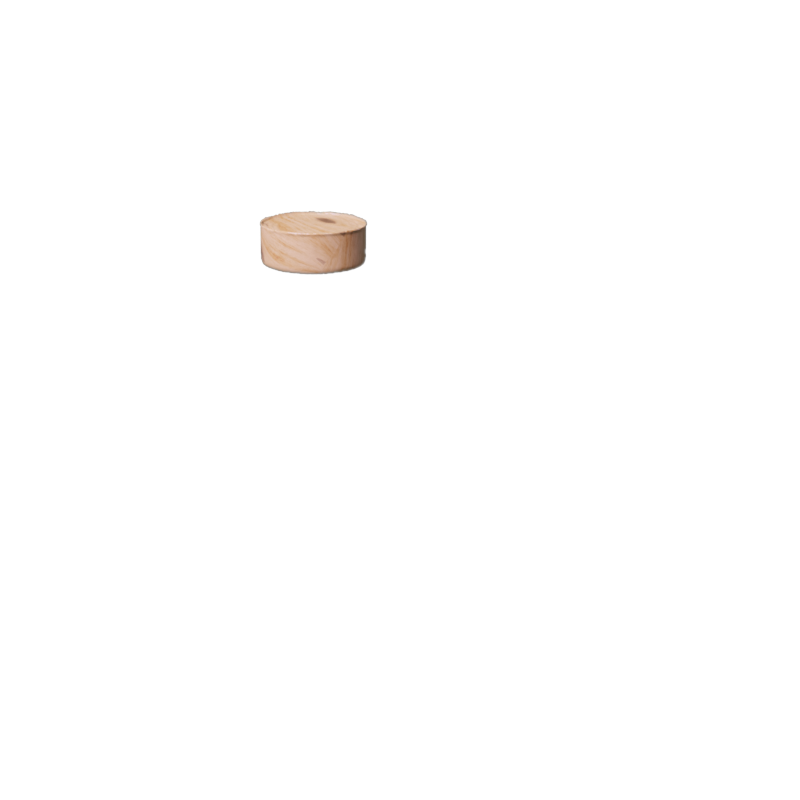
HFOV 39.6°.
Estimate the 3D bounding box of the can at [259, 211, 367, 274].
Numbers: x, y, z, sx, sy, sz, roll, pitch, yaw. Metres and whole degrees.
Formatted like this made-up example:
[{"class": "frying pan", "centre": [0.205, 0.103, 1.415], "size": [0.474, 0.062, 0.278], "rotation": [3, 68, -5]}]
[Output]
[{"class": "can", "centre": [-0.070, -0.127, 0.889], "size": [0.086, 0.032, 0.089], "rotation": [-1, 20, -2]}]
